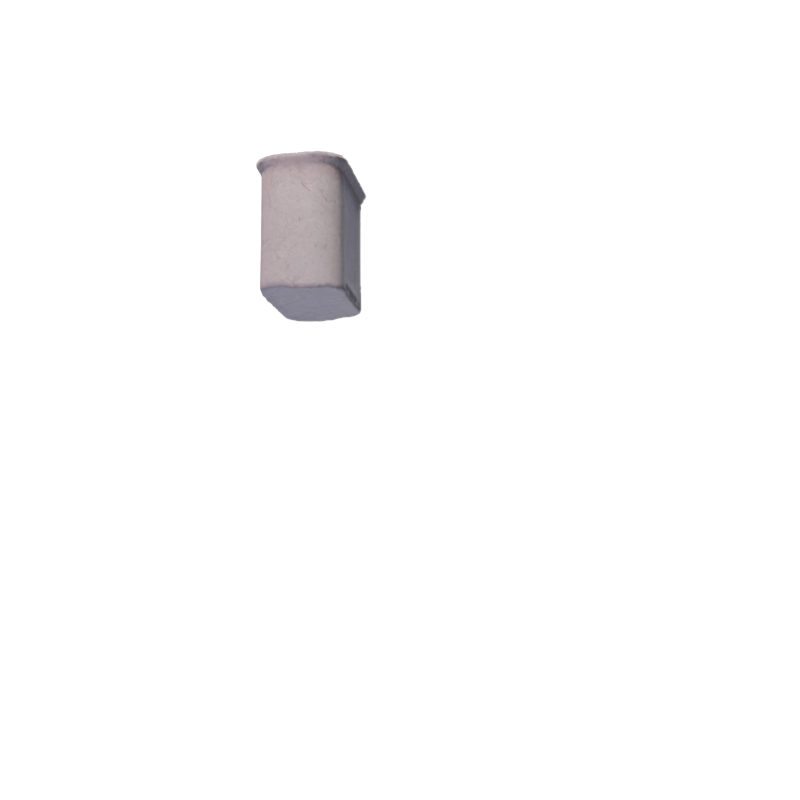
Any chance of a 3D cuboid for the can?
[{"bbox_3d":[-0.055,-0.100,0.703,0.058,0.087,0.097,-3,-12,9],"label":"can"}]
